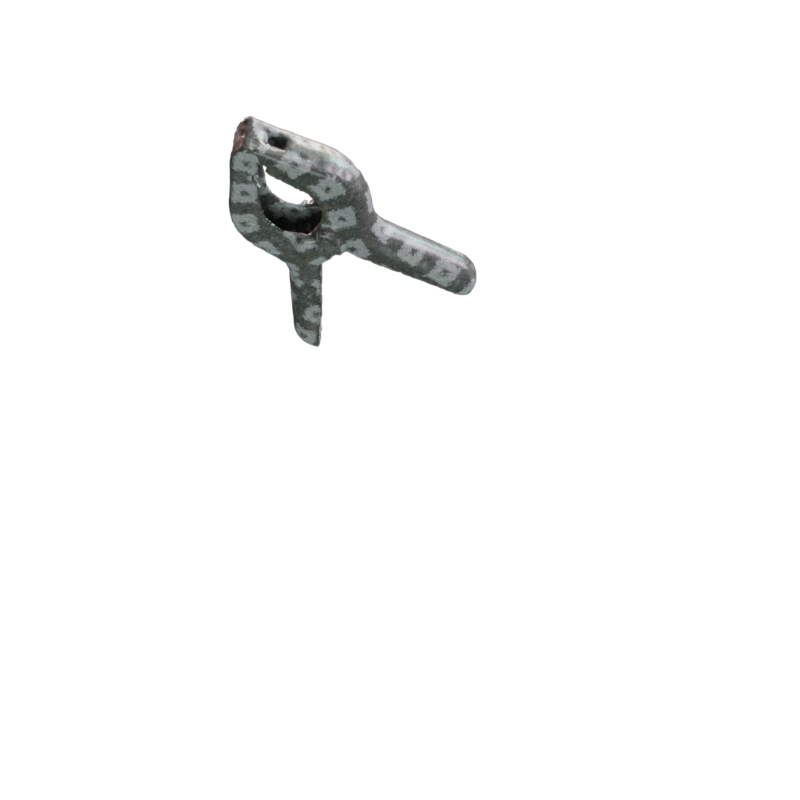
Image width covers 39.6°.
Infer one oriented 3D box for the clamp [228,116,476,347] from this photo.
[{"bbox_3d":[-0.050,-0.091,0.637,0.120,0.042,0.160,-31,-53,26],"label":"clamp"}]
